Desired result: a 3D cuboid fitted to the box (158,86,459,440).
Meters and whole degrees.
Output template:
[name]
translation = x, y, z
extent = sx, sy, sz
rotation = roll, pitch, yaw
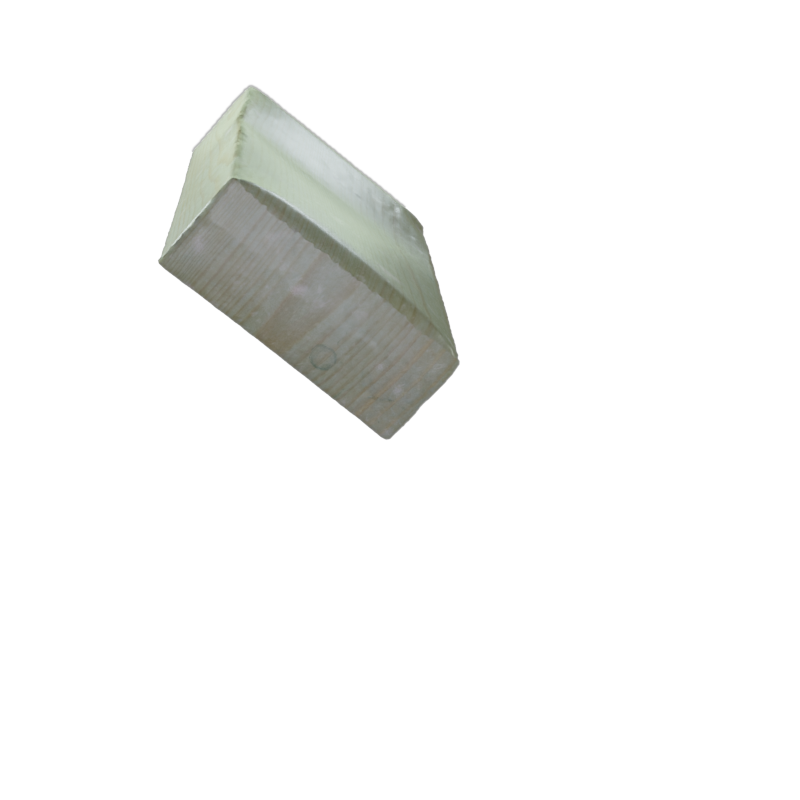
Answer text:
[box]
translation = -0.053, -0.096, 0.676
extent = 0.158, 0.071, 0.226
rotation = 37, 19, -19
